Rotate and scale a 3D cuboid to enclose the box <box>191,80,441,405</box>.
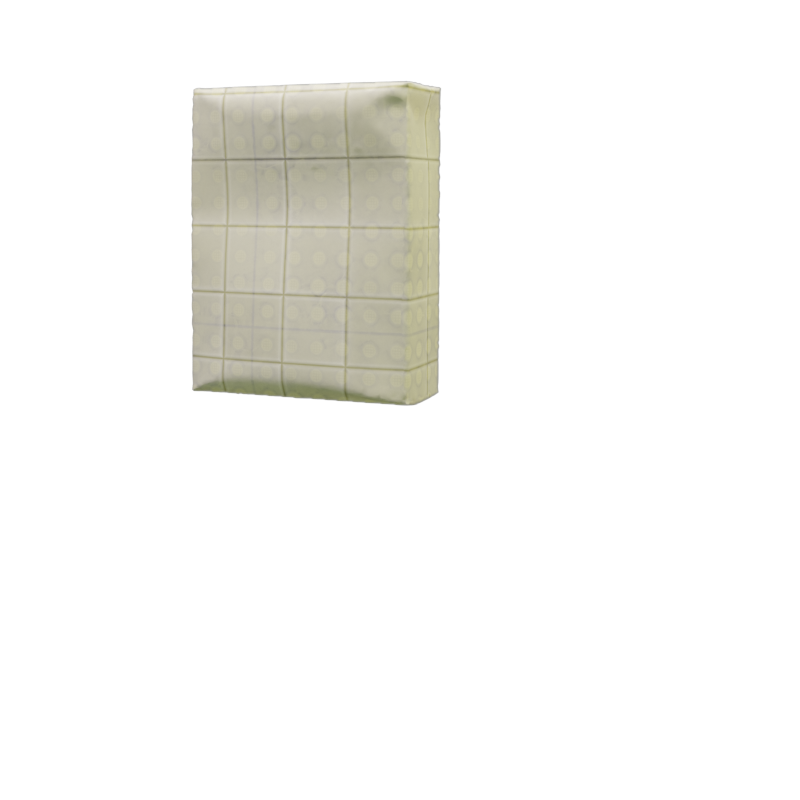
[{"bbox_3d":[-0.060,-0.109,0.763,0.169,0.212,0.070,3,5,23],"label":"box"}]
